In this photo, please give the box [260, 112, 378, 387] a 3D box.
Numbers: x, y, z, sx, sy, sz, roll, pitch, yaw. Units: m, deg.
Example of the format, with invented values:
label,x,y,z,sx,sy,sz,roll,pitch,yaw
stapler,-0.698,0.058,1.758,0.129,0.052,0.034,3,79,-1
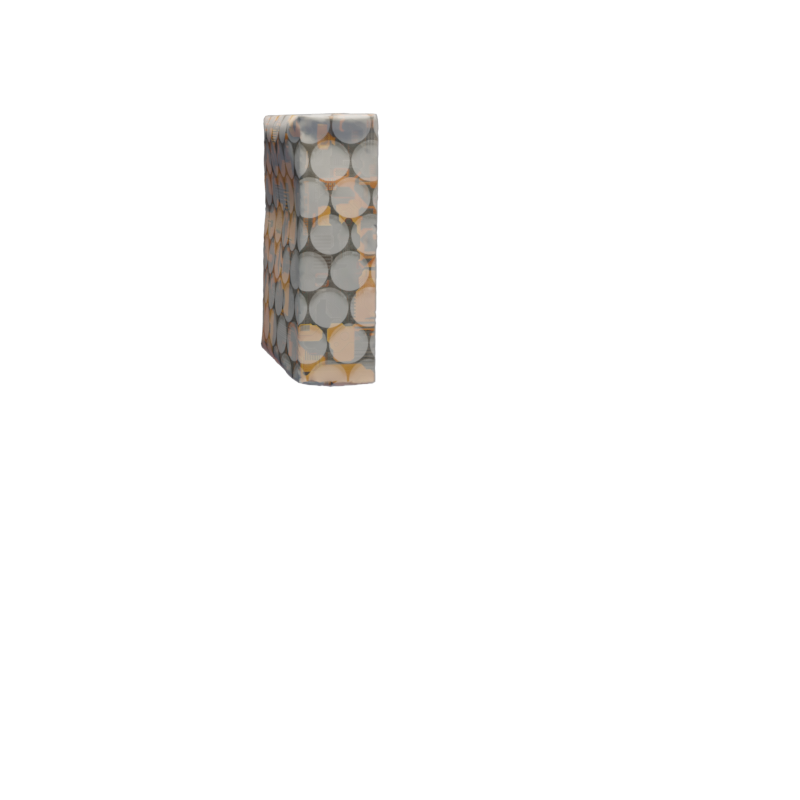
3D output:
label,x,y,z,sx,sy,sz,roll,pitch,yaw
box,-0.073,-0.133,0.930,0.070,0.210,0.170,-2,9,-16
